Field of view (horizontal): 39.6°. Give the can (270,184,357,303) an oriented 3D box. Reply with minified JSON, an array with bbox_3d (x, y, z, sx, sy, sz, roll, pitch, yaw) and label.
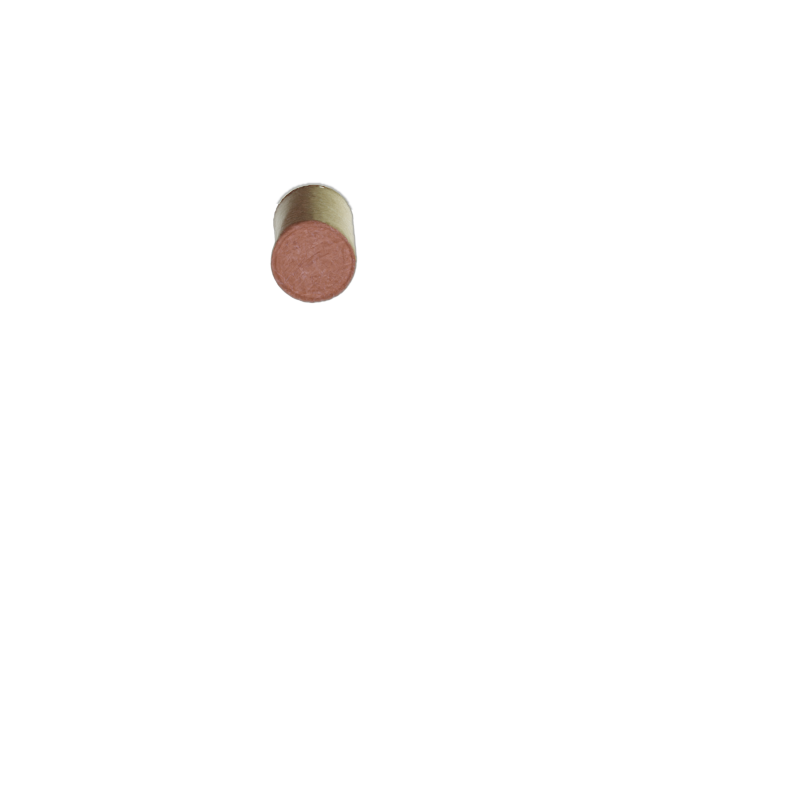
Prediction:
[{"bbox_3d":[-0.069,-0.127,0.887,0.068,0.065,0.107,0,24,-3],"label":"can"}]
